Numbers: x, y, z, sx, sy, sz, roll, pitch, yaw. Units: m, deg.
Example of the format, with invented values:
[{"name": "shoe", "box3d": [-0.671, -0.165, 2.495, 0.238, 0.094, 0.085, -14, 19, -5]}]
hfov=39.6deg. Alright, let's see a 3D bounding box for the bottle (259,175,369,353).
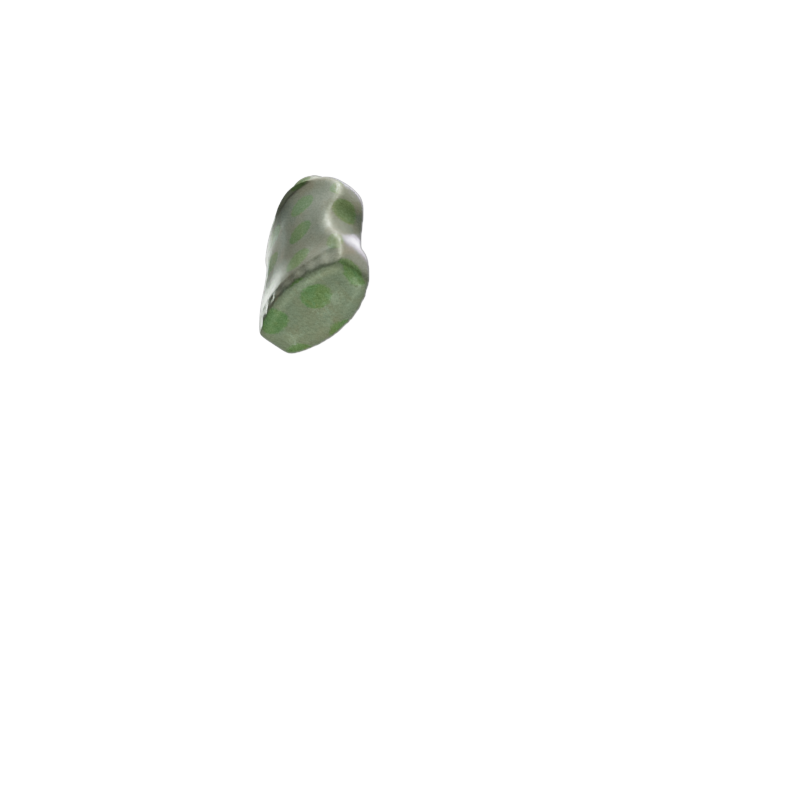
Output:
[{"name": "bottle", "box3d": [-0.070, -0.129, 0.904, 0.055, 0.205, 0.094, 34, -61, -27]}]
